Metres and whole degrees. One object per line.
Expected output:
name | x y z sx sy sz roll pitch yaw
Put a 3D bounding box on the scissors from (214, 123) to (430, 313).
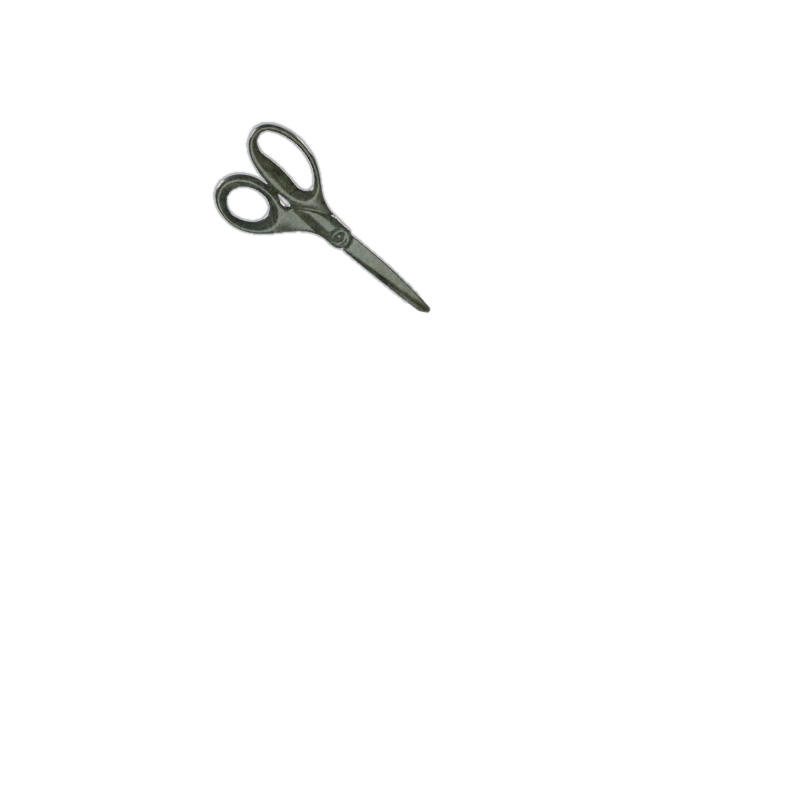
scissors | -0.069 -0.126 0.884 0.096 0.196 0.016 -33 11 7
